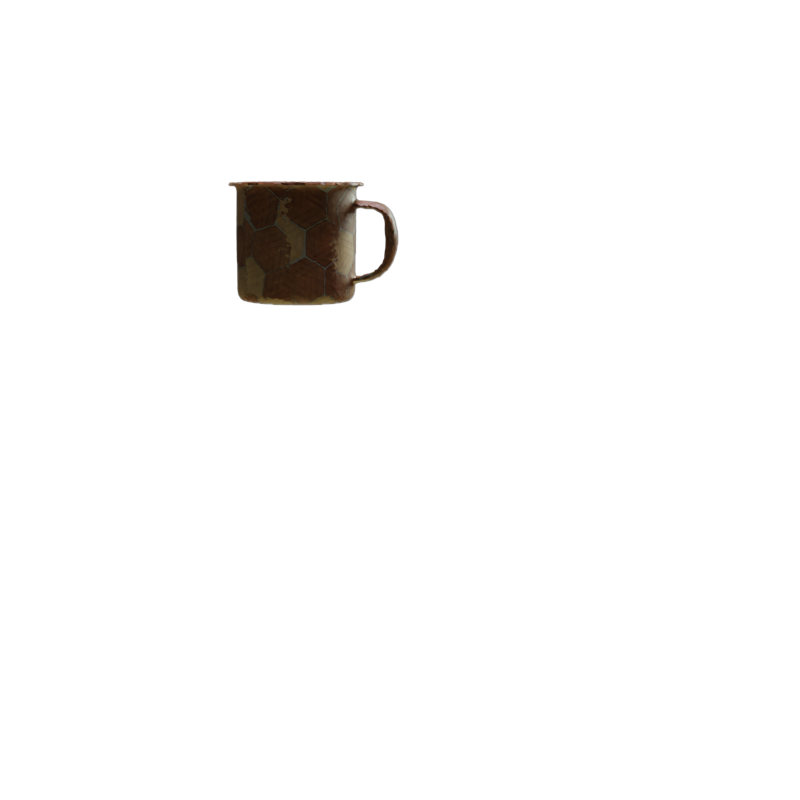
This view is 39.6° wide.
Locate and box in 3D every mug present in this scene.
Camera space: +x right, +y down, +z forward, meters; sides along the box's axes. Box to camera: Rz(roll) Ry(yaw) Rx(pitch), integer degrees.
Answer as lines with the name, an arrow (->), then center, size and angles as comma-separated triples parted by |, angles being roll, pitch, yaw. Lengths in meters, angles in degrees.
mug -> -0.059, -0.108, 0.758 | 0.119, 0.081, 0.093 | 1, 7, 9
